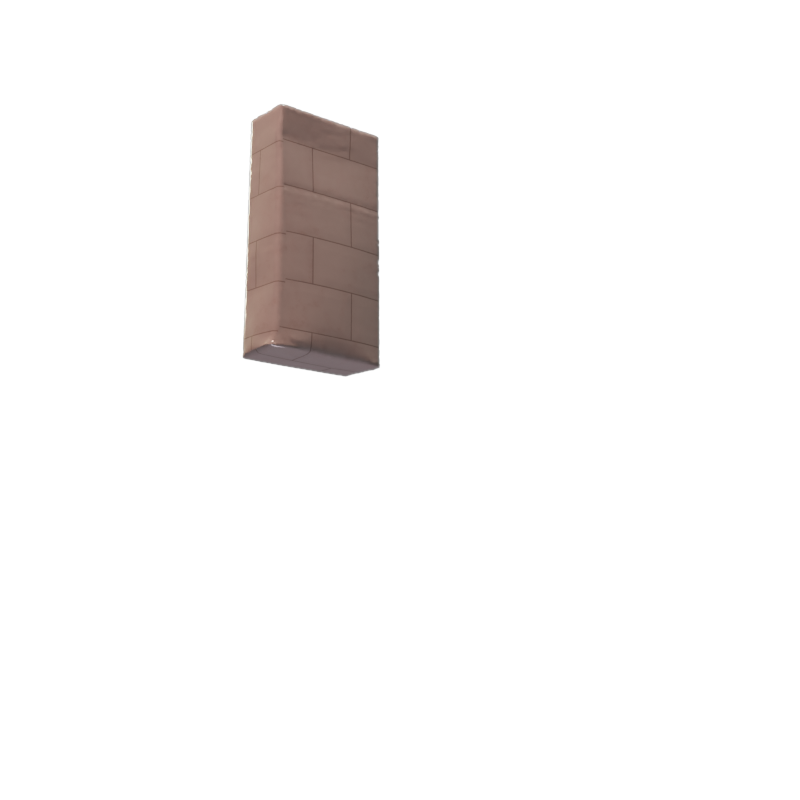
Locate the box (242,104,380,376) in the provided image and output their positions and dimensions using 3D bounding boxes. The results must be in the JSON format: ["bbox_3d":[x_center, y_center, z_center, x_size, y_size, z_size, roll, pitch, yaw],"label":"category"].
[{"bbox_3d":[-0.061,-0.112,0.783,0.088,0.185,0.048,13,-24,-37],"label":"box"}]
